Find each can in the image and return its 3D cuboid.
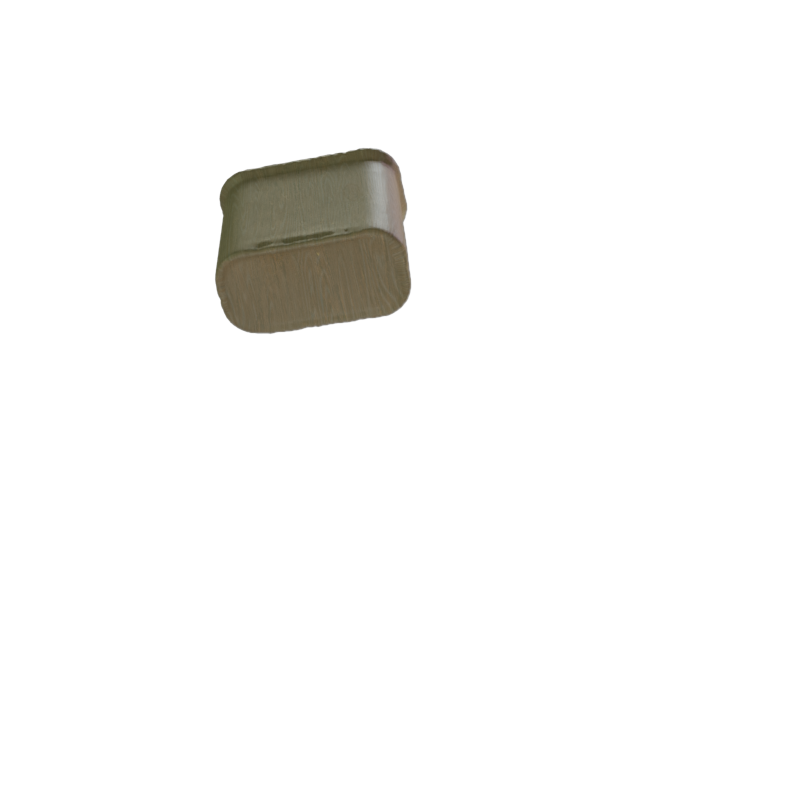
[{"bbox_3d":[-0.045,-0.083,0.582,0.102,0.053,0.089,-10,36,5],"label":"can"}]
